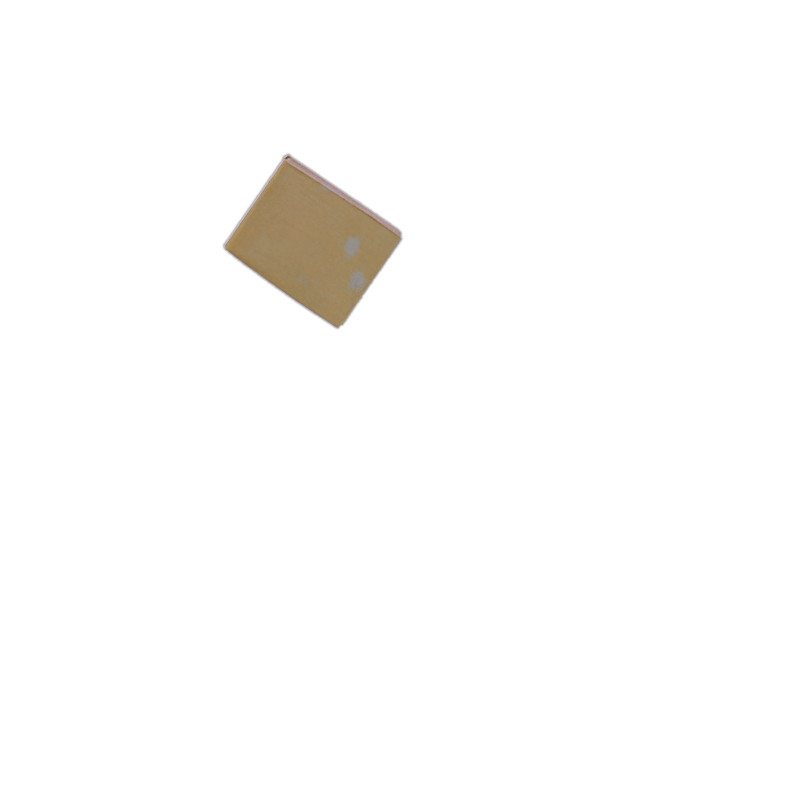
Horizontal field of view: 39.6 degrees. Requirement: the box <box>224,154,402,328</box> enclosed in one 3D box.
[{"bbox_3d":[-0.068,-0.125,0.874,0.112,0.089,0.040,34,9,-7],"label":"box"}]
